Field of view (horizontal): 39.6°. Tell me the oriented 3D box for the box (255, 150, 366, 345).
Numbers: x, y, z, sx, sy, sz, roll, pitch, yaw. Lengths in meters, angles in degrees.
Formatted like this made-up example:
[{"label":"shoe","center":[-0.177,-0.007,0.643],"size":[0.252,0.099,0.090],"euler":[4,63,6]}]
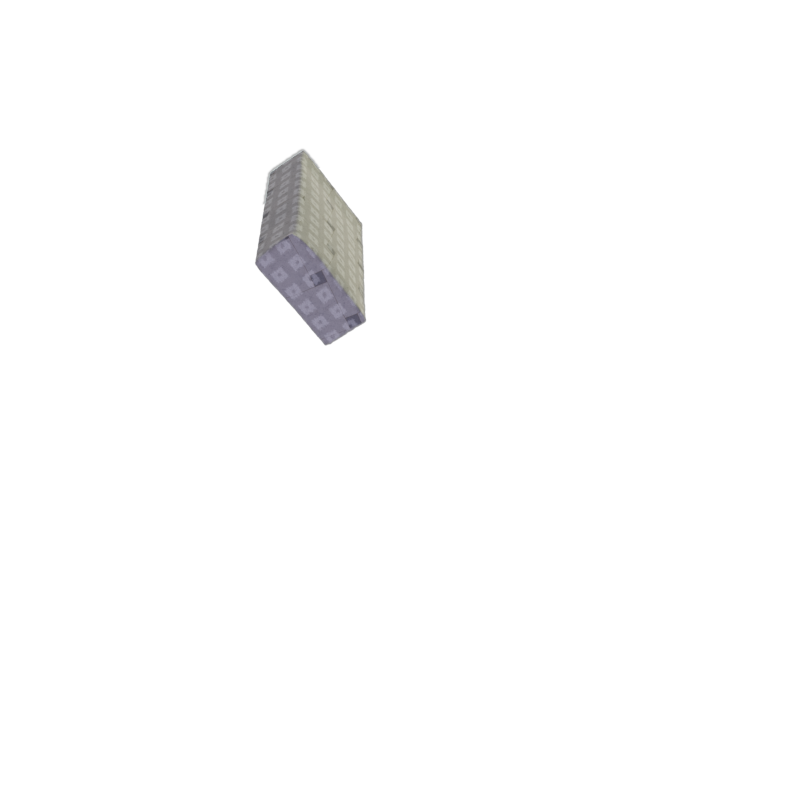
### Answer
[{"label":"box","center":[-0.071,-0.130,0.910],"size":[0.048,0.088,0.187],"euler":[-34,26,15]}]
